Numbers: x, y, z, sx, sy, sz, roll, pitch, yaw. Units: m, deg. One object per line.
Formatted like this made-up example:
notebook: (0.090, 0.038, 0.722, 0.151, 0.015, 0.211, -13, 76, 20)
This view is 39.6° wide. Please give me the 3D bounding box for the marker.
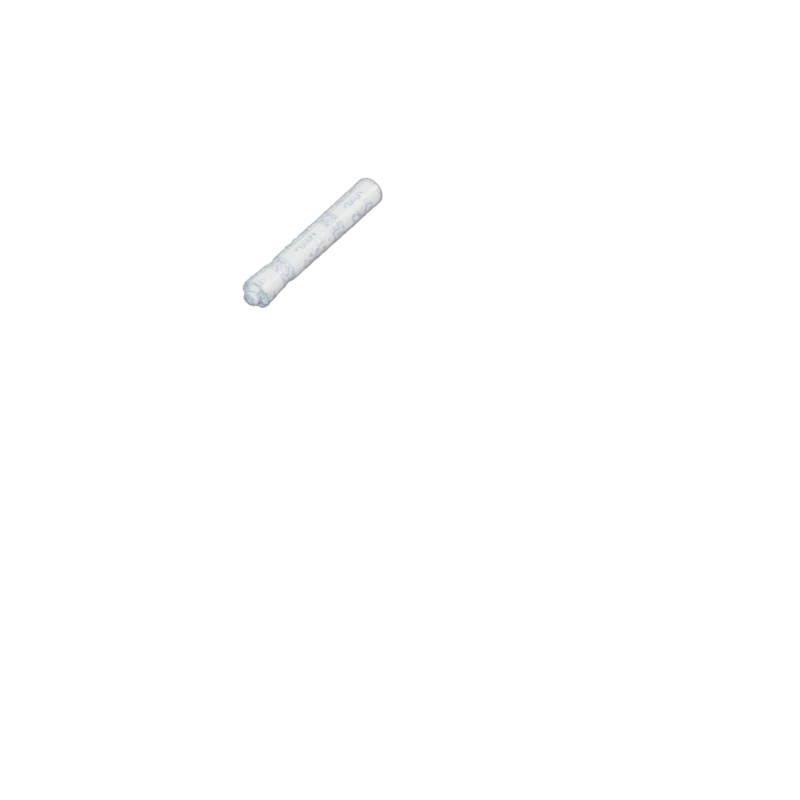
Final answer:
marker: (-0.051, -0.093, 0.651, 0.021, 0.019, 0.124, 2, 39, 40)
